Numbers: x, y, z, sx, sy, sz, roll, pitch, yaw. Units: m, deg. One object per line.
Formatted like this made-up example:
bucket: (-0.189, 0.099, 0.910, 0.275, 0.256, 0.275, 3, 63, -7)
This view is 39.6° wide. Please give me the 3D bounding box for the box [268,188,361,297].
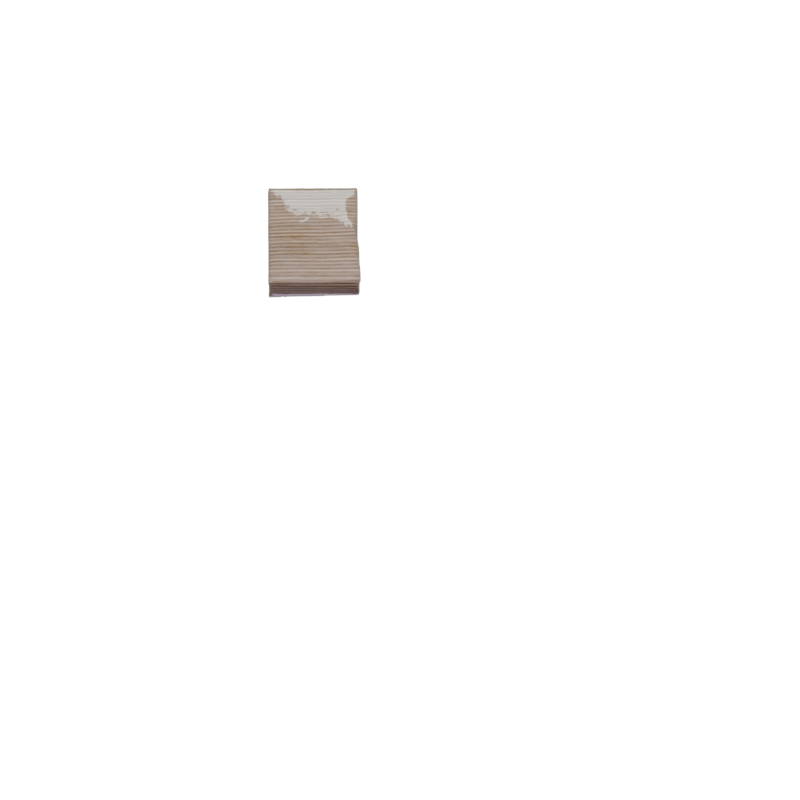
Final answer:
box: (-0.070, -0.127, 0.890, 0.073, 0.095, 0.028, -1, -27, -1)
